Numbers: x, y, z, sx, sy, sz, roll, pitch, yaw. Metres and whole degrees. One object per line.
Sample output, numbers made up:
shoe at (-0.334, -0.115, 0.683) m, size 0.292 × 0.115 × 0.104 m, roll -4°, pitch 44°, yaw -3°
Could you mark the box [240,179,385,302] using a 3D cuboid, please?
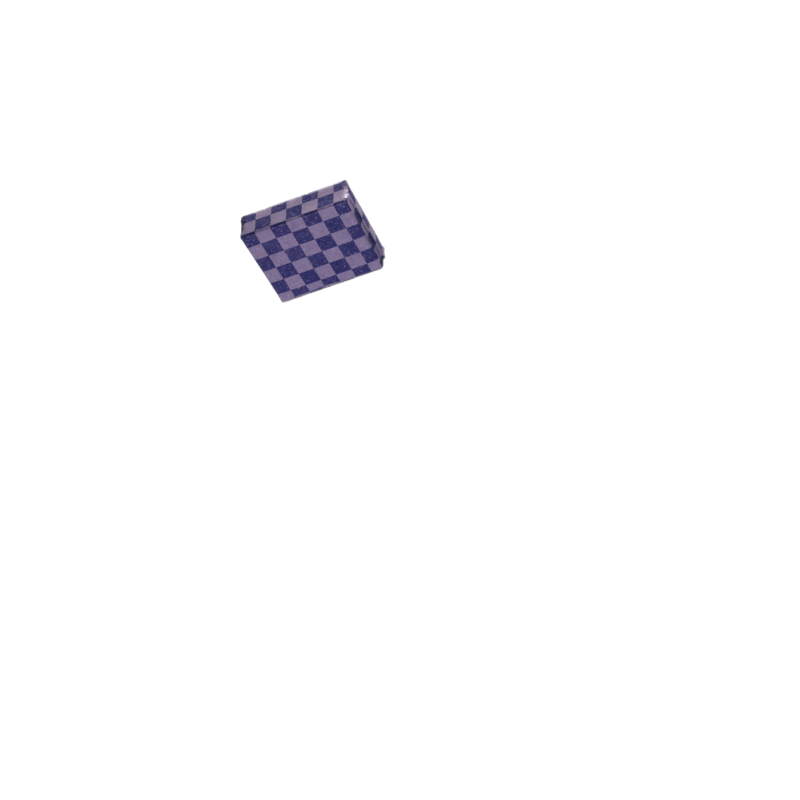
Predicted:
box at (-0.066, -0.120, 0.839) m, size 0.090 × 0.032 × 0.068 m, roll -18°, pitch -49°, yaw 16°
